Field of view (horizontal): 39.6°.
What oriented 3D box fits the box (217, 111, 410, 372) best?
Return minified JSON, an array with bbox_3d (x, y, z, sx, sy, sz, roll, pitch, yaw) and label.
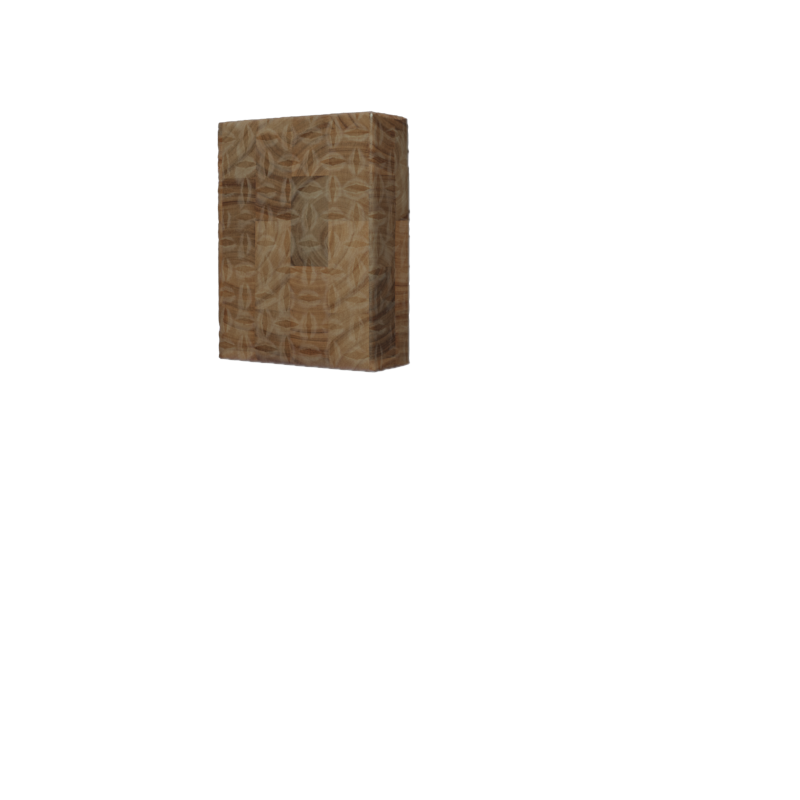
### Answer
[{"bbox_3d":[-0.076,-0.138,0.967,0.170,0.213,0.069,2,2,32],"label":"box"}]
